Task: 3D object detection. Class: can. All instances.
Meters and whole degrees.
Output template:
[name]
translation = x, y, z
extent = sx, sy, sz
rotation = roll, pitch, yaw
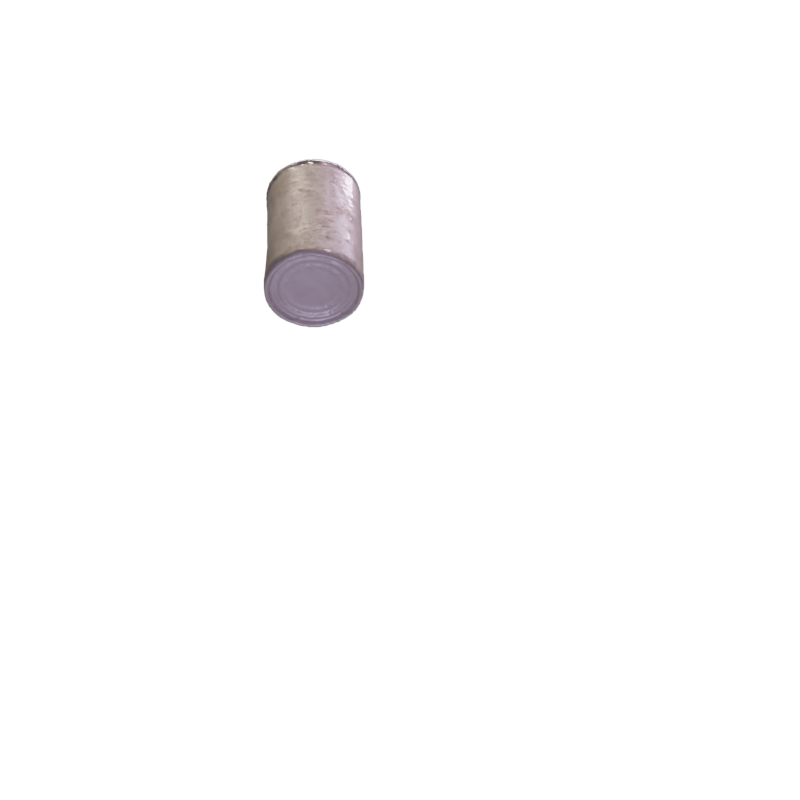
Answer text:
[can]
translation = -0.059, -0.108, 0.759
extent = 0.068, 0.064, 0.110
rotation = -1, 44, -3
